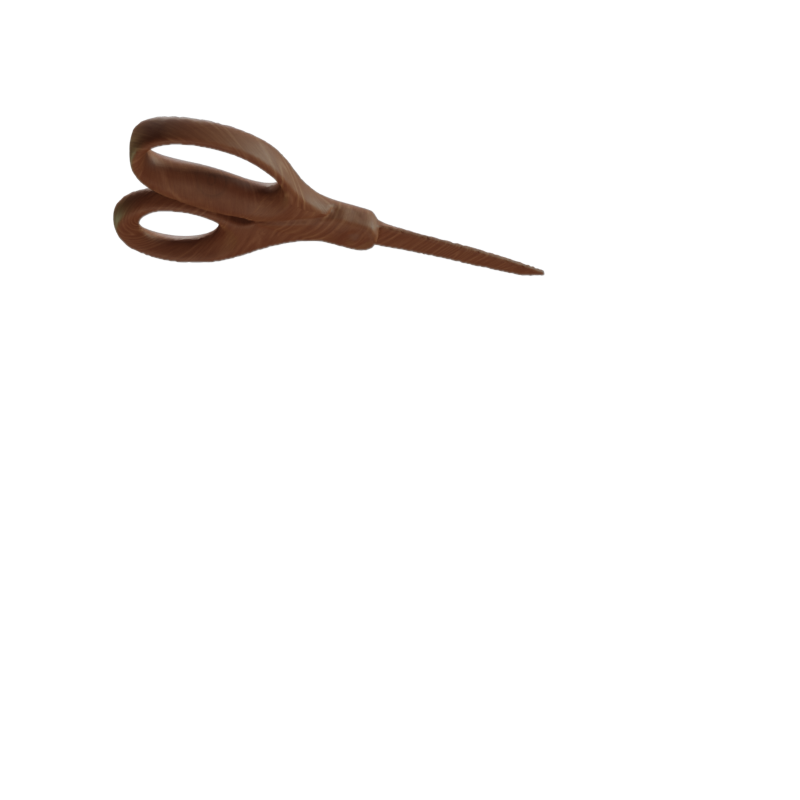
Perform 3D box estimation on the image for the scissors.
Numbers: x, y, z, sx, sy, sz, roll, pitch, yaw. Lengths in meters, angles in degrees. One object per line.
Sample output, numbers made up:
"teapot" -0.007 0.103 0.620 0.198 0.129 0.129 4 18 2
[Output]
"scissors" -0.039 -0.070 0.492 0.190 0.017 0.096 21 -34 -35
